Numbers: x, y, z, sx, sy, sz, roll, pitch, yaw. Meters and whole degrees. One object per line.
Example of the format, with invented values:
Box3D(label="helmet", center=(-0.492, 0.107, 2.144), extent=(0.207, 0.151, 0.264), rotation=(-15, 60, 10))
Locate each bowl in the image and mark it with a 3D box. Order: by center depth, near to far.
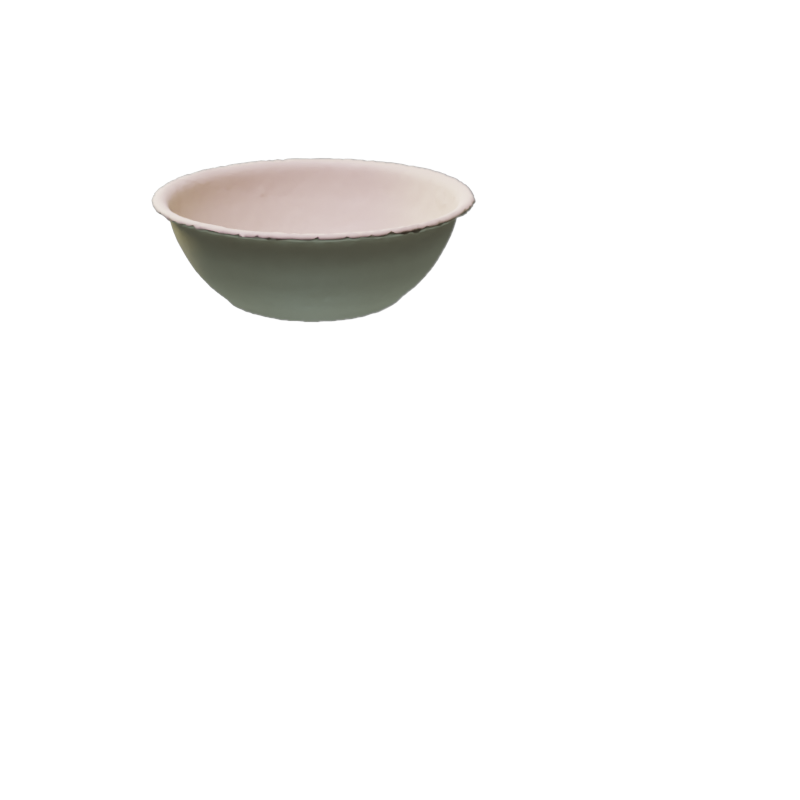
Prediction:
Box3D(label="bowl", center=(-0.044, -0.081, 0.566), extent=(0.162, 0.053, 0.170), rotation=(-1, 23, -2))
